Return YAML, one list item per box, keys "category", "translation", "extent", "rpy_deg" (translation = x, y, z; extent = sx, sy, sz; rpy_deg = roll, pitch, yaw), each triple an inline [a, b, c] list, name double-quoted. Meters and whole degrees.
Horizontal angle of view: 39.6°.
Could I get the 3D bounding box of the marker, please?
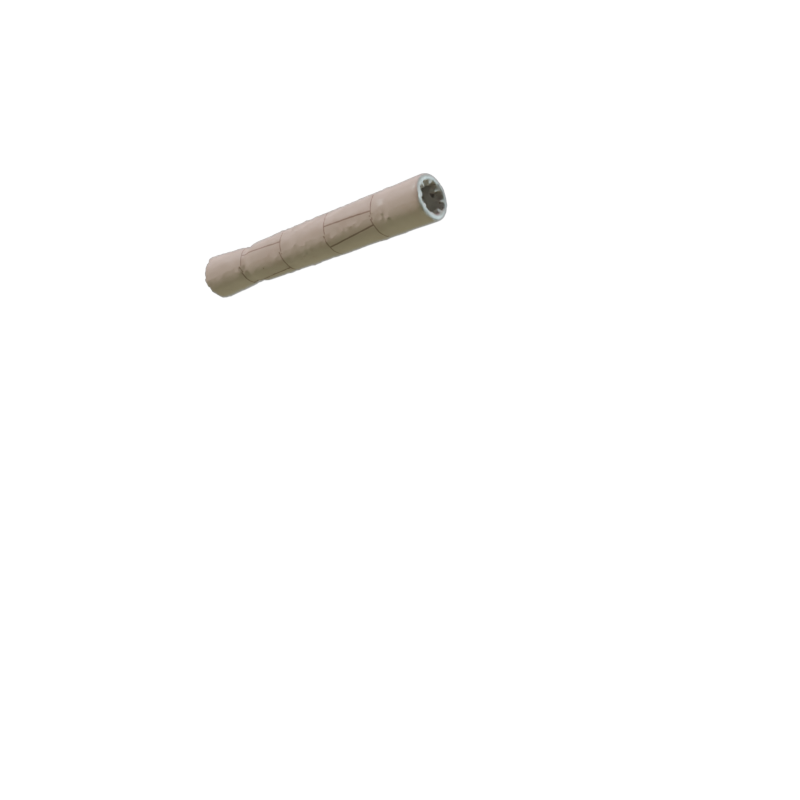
- category: "marker"
  translation: [-0.035, -0.063, 0.444]
  extent: [0.123, 0.020, 0.019]
  rpy_deg: [-14, -6, 39]
